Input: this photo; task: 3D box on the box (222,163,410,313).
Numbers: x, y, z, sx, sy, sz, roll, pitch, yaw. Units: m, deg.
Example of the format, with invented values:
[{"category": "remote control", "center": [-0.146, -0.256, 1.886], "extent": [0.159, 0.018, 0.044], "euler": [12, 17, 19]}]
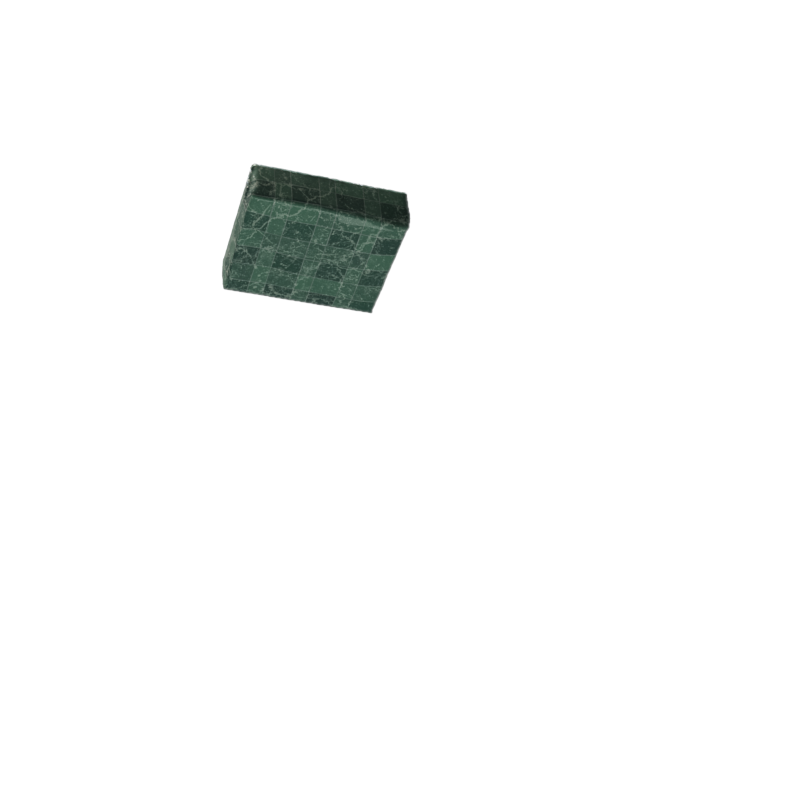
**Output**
[{"category": "box", "center": [-0.060, -0.109, 0.765], "extent": [0.111, 0.042, 0.085], "euler": [11, -45, -12]}]
